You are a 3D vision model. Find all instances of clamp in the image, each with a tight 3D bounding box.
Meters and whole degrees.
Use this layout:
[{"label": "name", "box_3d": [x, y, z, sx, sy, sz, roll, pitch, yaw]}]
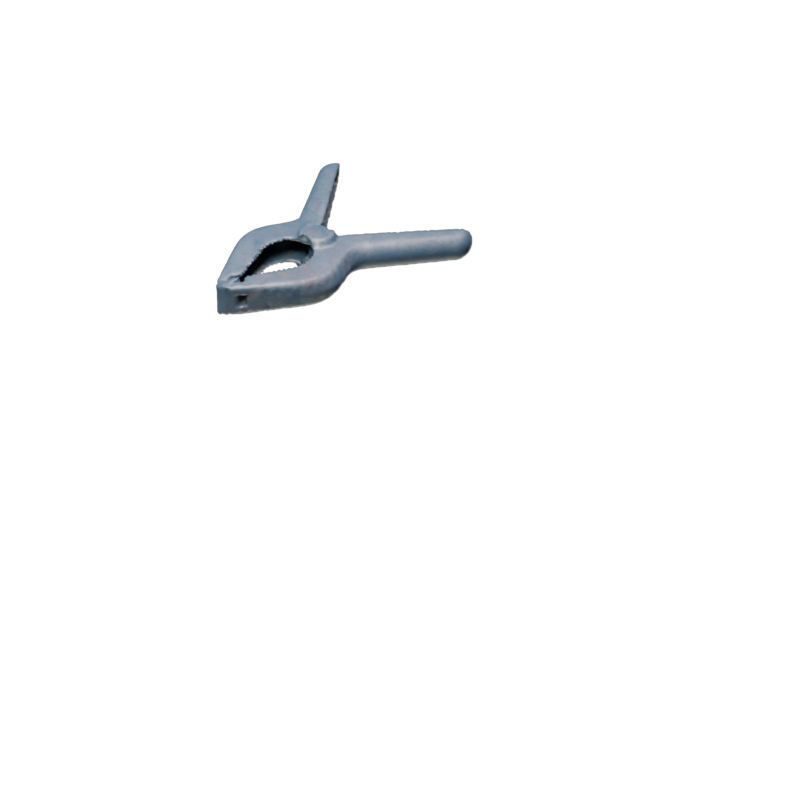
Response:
[{"label": "clamp", "box_3d": [-0.070, -0.128, 0.897, 0.209, 0.034, 0.177, -27, 46, -30]}]
